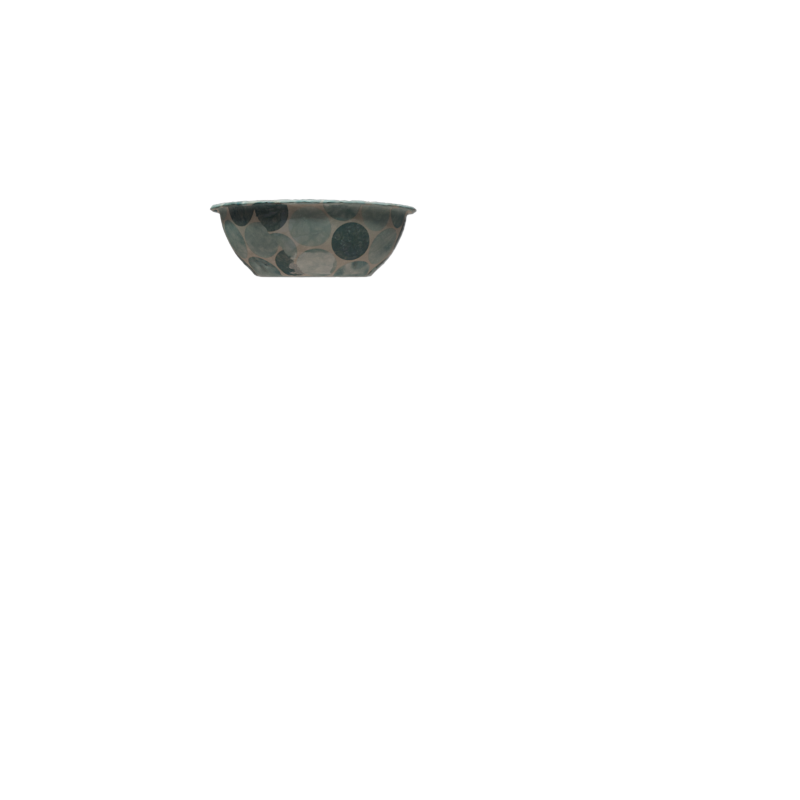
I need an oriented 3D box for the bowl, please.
[{"bbox_3d":[-0.068,-0.124,0.869,0.162,0.055,0.163,0,5,-2],"label":"bowl"}]
